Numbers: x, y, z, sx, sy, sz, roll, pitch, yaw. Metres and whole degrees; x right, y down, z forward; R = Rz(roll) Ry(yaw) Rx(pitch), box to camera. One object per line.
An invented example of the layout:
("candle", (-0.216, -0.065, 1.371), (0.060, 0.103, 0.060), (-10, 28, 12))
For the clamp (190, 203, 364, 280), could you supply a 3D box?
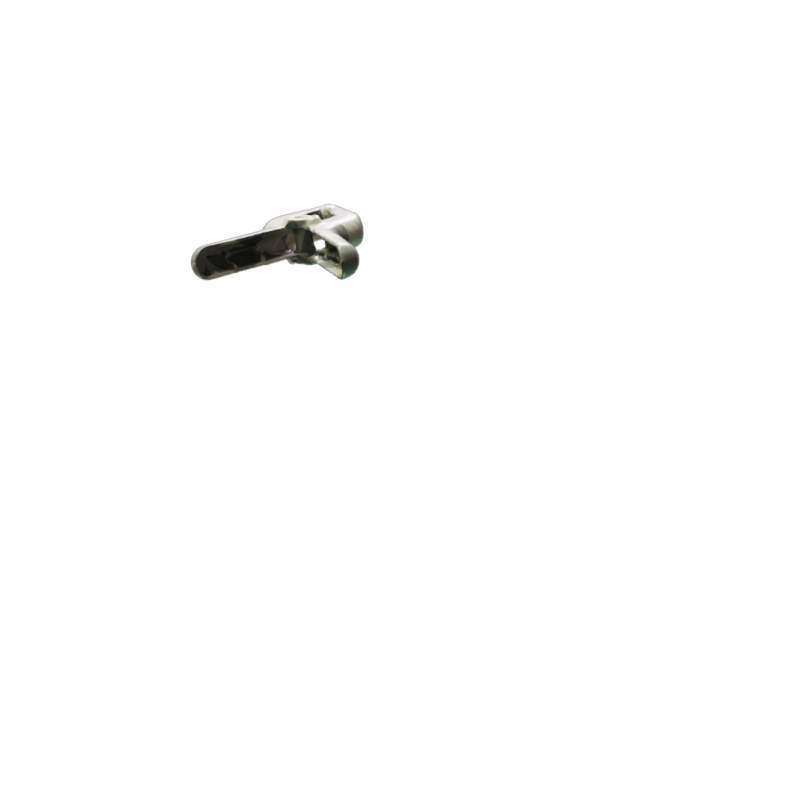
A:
("clamp", (-0.065, -0.118, 0.824), (0.124, 0.037, 0.173), (9, 25, 20))
